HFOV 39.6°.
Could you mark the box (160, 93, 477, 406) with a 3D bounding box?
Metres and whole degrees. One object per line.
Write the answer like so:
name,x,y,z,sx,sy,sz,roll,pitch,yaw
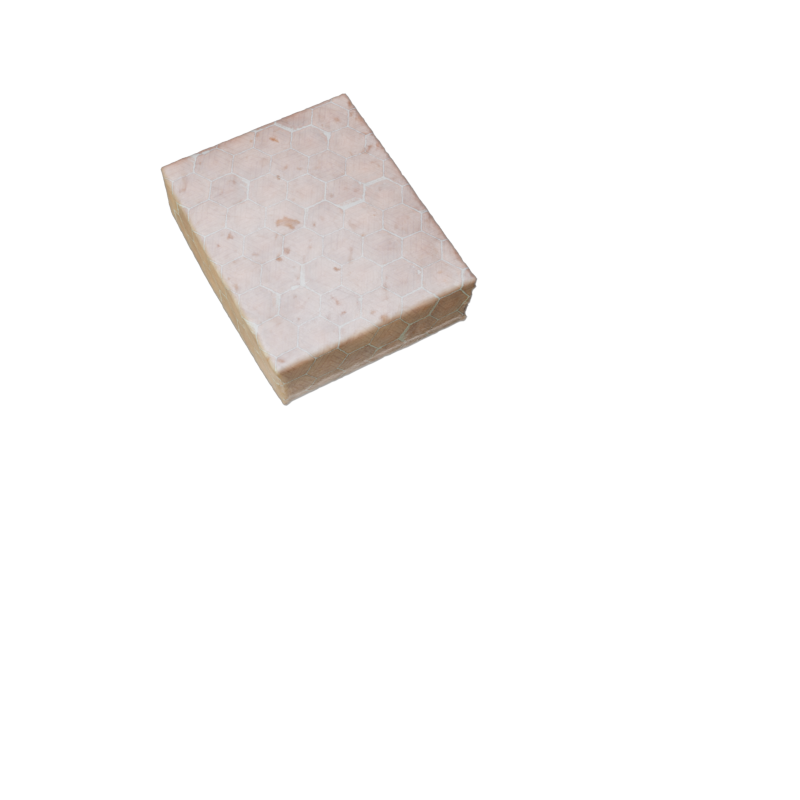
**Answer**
box,-0.036,-0.066,0.463,0.089,0.121,0.037,-26,-26,-14
